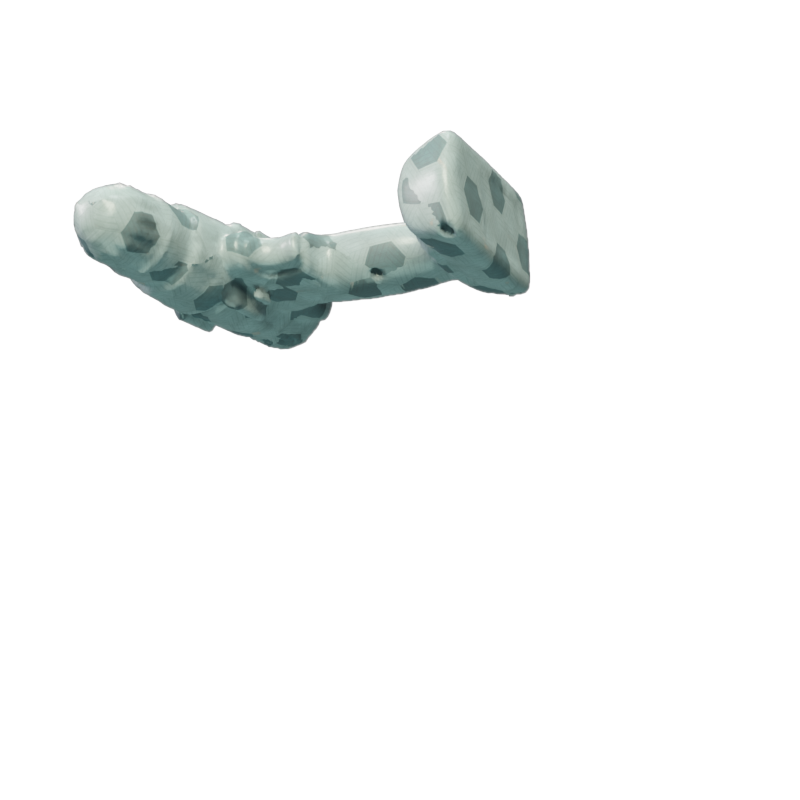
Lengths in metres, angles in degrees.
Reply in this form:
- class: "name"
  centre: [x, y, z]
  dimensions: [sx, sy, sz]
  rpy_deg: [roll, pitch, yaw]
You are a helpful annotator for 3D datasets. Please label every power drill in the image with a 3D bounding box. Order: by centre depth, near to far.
- class: "power drill"
  centre: [-0.044, -0.080, 0.557]
  dimensions: [0.192, 0.060, 0.173]
  rpy_deg: [-8, -16, 29]
